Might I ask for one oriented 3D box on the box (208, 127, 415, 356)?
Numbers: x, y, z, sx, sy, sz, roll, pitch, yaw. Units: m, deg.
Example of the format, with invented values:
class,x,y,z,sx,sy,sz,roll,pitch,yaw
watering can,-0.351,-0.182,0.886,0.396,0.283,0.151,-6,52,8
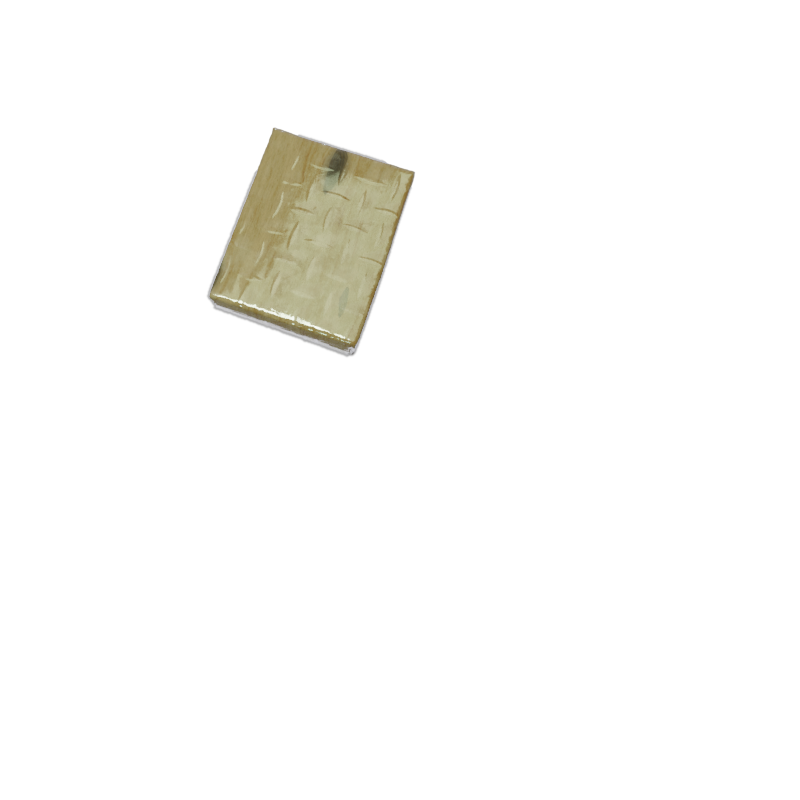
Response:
class,x,y,z,sx,sy,sz,roll,pitch,yaw
box,-0.051,-0.093,0.654,0.091,0.117,0.037,18,-16,4
